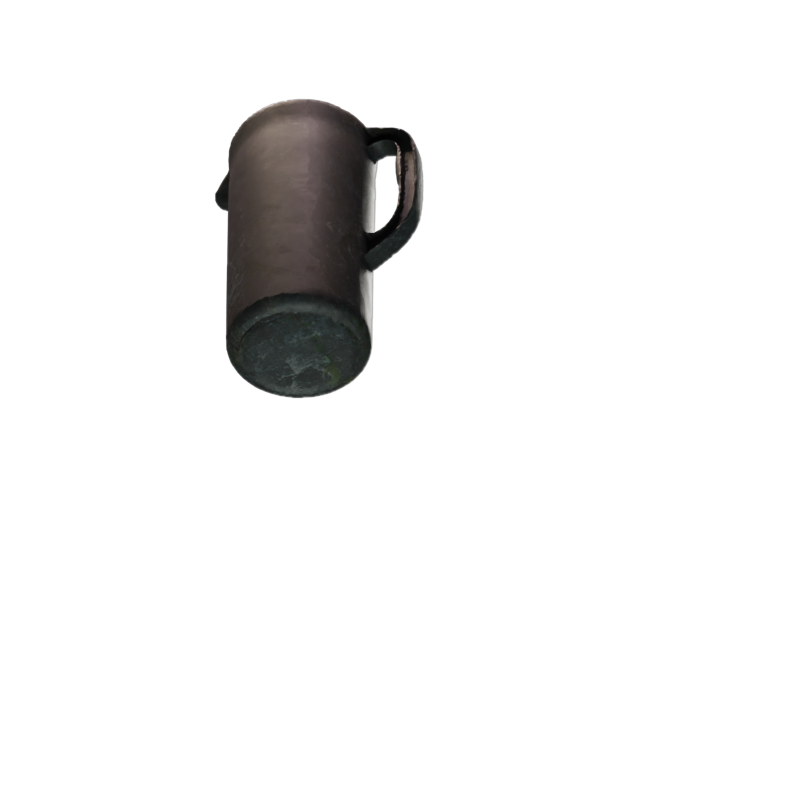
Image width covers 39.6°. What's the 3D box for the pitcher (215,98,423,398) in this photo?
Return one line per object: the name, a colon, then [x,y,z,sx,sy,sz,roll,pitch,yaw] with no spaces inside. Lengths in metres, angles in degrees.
pitcher: [-0.070,-0.127,0.892,0.140,0.261,0.143,16,-48,-19]
